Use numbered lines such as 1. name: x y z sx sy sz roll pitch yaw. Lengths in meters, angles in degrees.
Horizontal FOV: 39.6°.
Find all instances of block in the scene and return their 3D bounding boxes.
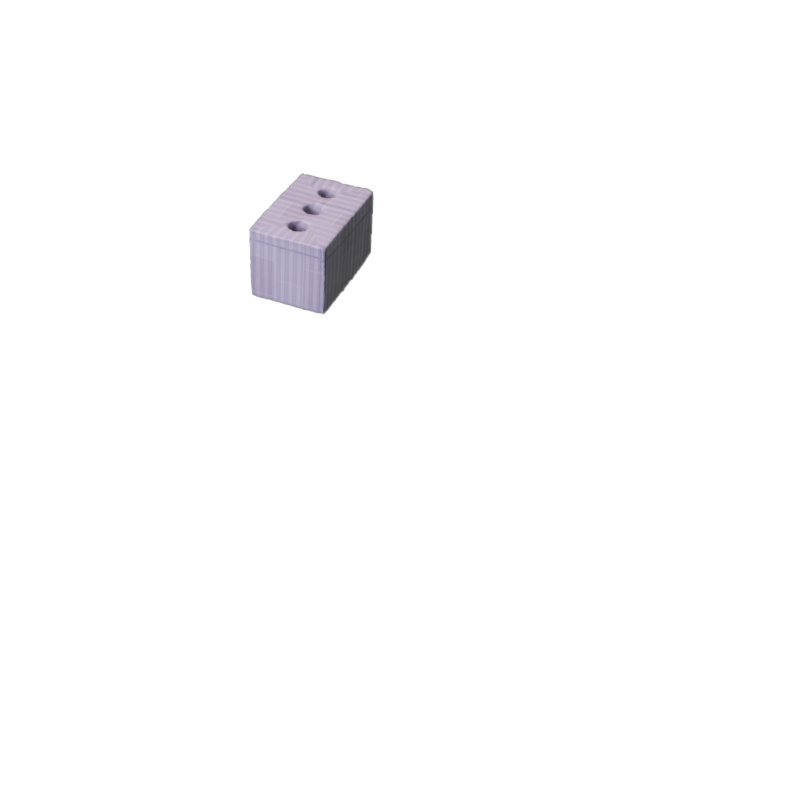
1. block: -0.055 -0.101 0.704 0.054 0.048 0.081 14 40 16
